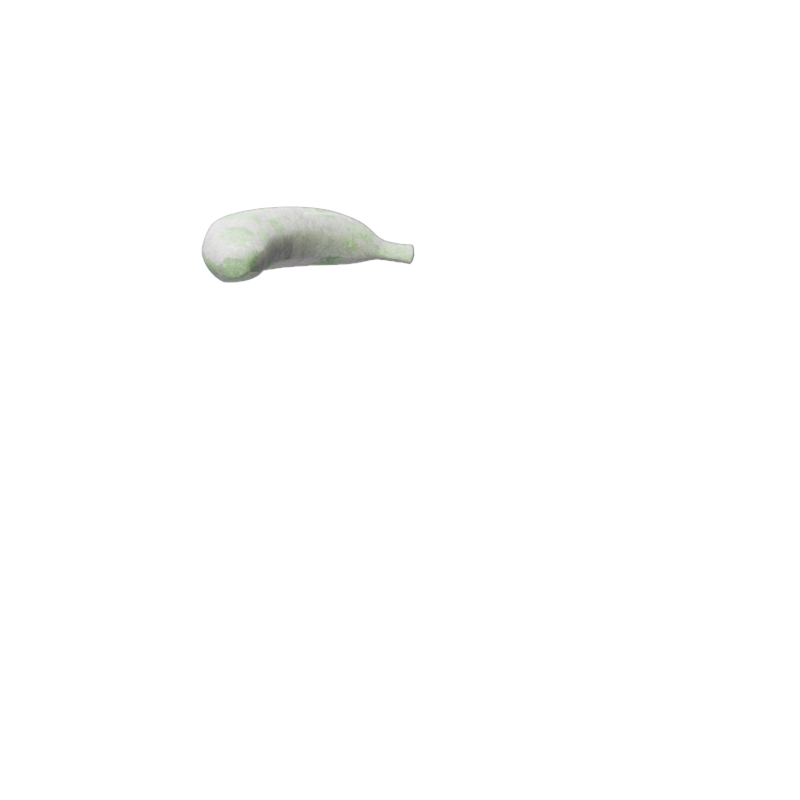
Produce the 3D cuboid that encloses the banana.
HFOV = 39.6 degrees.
[{"bbox_3d":[-0.063,-0.090,0.623,0.072,0.036,0.194,5,12,27],"label":"banana"}]
